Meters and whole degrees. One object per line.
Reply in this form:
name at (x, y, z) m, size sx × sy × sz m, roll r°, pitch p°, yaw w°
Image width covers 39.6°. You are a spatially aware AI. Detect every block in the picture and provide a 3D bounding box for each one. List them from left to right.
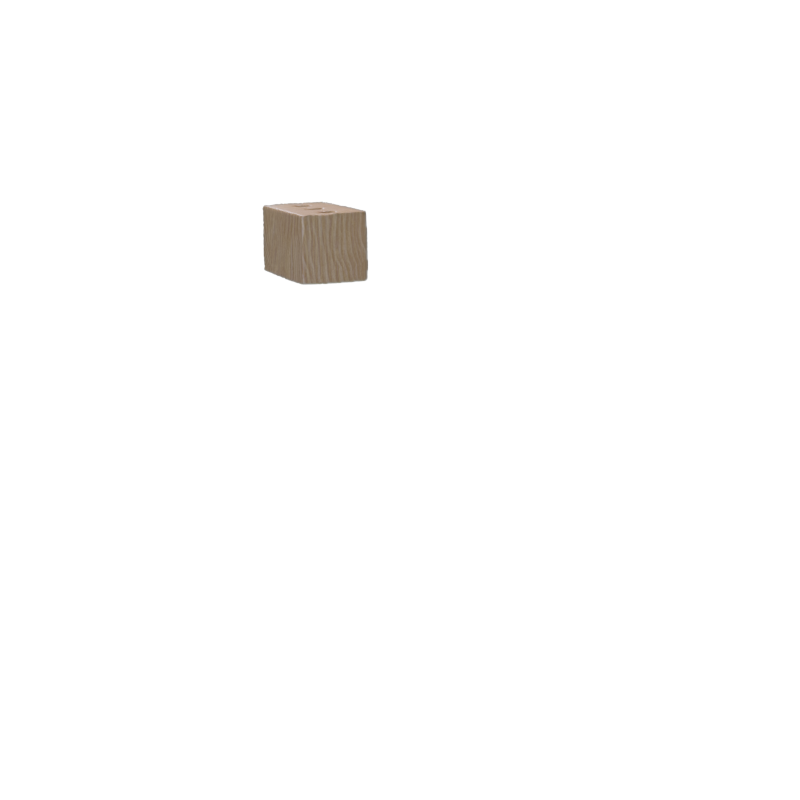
block at (-0.064, -0.117, 0.822) m, size 0.051 × 0.050 × 0.082 m, roll -6°, pitch 15°, yaw -27°
